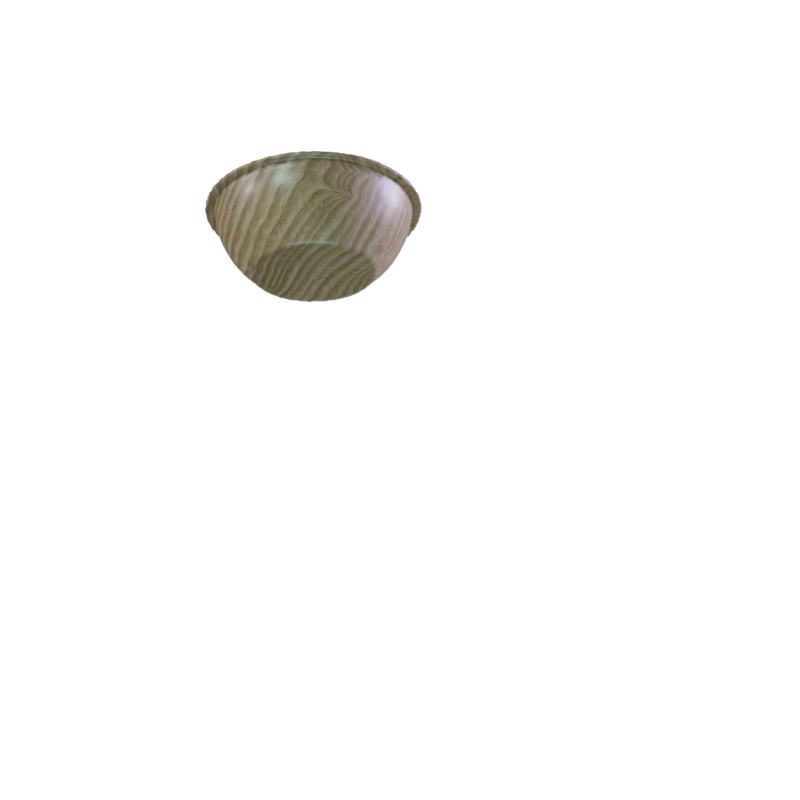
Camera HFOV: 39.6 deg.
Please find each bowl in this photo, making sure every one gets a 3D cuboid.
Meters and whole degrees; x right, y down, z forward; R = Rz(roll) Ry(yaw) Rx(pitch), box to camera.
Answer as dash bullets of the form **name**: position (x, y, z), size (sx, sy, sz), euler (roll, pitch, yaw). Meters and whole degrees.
- **bowl**: position (-0.064, -0.117, 0.817), size (0.162, 0.058, 0.153), euler (1, -24, -2)
